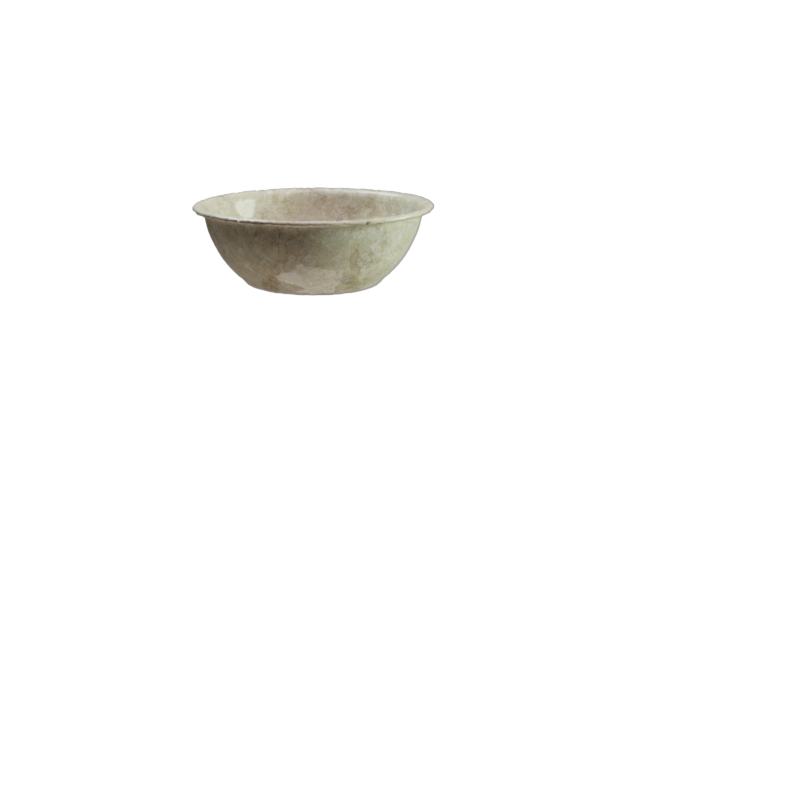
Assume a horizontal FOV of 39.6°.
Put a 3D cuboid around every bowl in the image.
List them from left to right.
[{"bbox_3d":[-0.059,-0.107,0.749,0.162,0.053,0.168,-1,17,-2],"label":"bowl"}]
